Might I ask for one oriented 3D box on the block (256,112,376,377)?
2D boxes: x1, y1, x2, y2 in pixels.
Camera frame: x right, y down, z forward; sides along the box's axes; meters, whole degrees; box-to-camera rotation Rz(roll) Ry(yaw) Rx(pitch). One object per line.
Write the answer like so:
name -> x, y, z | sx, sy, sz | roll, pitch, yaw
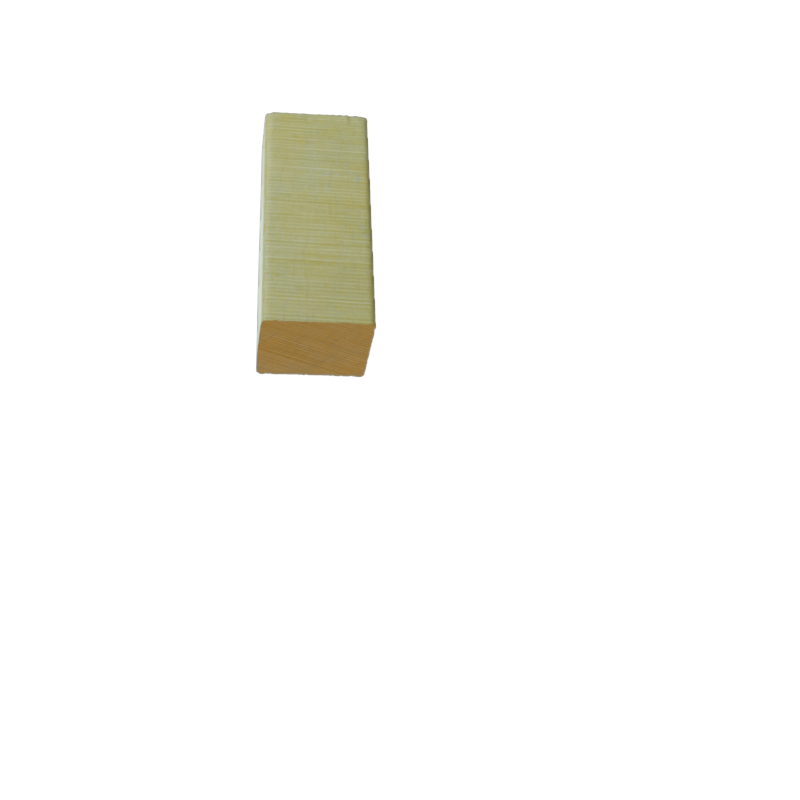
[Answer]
block -> -0.073, -0.133, 0.930 | 0.090, 0.220, 0.085 | 2, -32, -7
